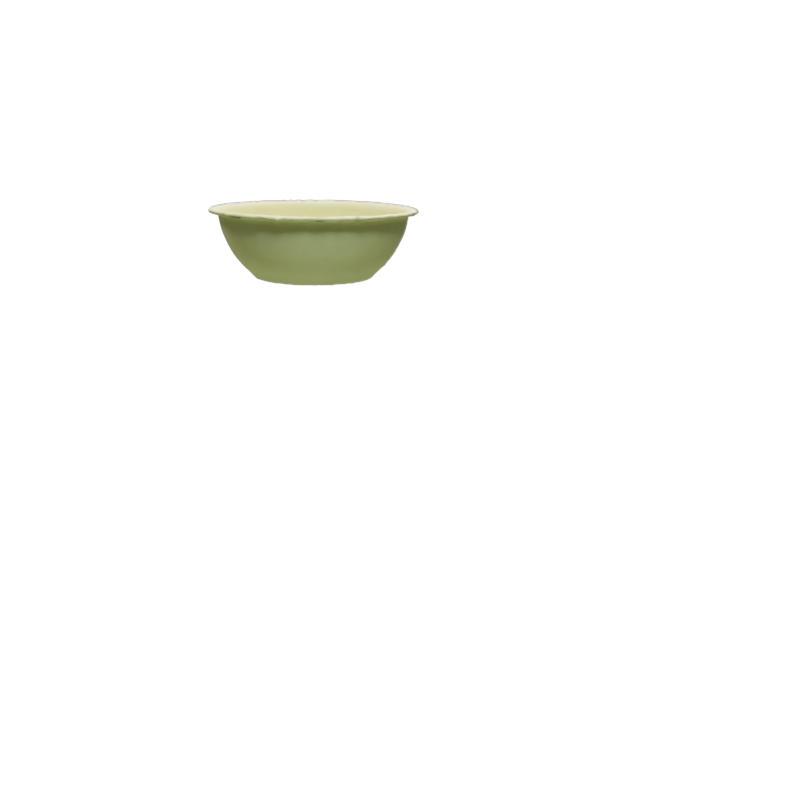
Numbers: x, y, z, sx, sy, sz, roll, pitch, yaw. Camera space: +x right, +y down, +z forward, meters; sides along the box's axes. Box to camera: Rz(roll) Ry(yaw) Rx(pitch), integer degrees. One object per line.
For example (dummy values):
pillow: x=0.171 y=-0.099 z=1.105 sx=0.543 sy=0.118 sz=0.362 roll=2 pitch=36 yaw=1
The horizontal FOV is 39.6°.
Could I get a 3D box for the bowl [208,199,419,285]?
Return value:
bowl: x=-0.067 y=-0.123 z=0.858 sx=0.162 sy=0.054 sz=0.167 roll=0 pitch=14 yaw=-2
